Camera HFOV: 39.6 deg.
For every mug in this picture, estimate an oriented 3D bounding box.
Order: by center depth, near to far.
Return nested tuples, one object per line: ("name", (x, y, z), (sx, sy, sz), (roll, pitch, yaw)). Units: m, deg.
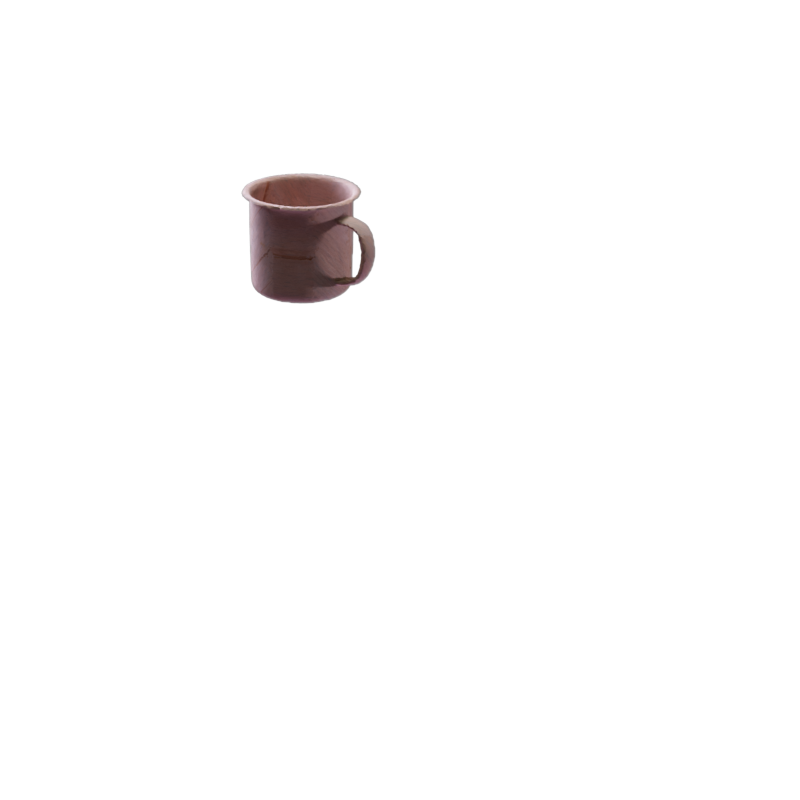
("mug", (-0.068, -0.124, 0.871), (0.123, 0.078, 0.093), (18, 29, 33))
